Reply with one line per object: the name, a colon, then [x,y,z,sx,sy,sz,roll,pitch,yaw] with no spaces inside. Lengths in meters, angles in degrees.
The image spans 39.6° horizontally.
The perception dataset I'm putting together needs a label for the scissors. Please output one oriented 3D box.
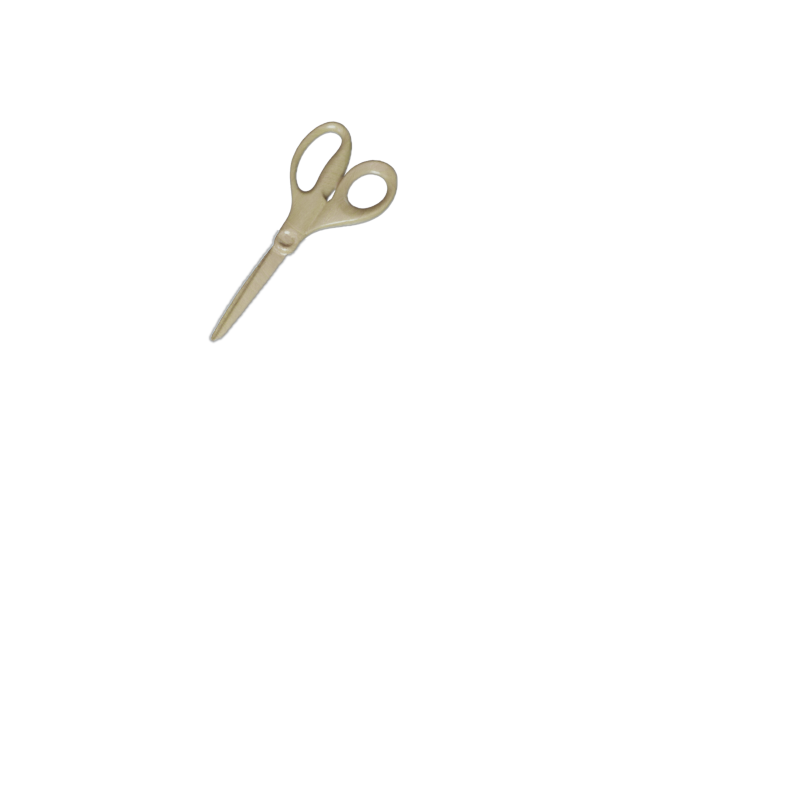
scissors: [-0.068,-0.123,0.863,0.097,0.208,0.015,17,-18,5]
